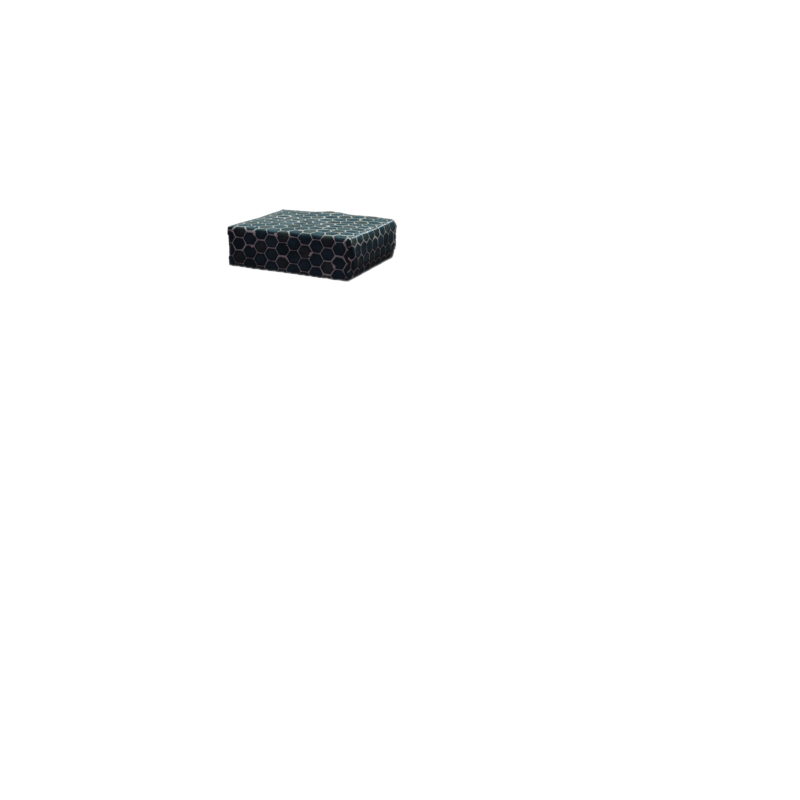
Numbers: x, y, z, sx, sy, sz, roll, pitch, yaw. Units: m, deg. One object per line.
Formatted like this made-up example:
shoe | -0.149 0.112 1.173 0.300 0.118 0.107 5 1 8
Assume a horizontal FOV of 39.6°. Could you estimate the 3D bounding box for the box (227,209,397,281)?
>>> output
box | -0.057 -0.104 0.725 0.093 0.029 0.073 9 20 24
